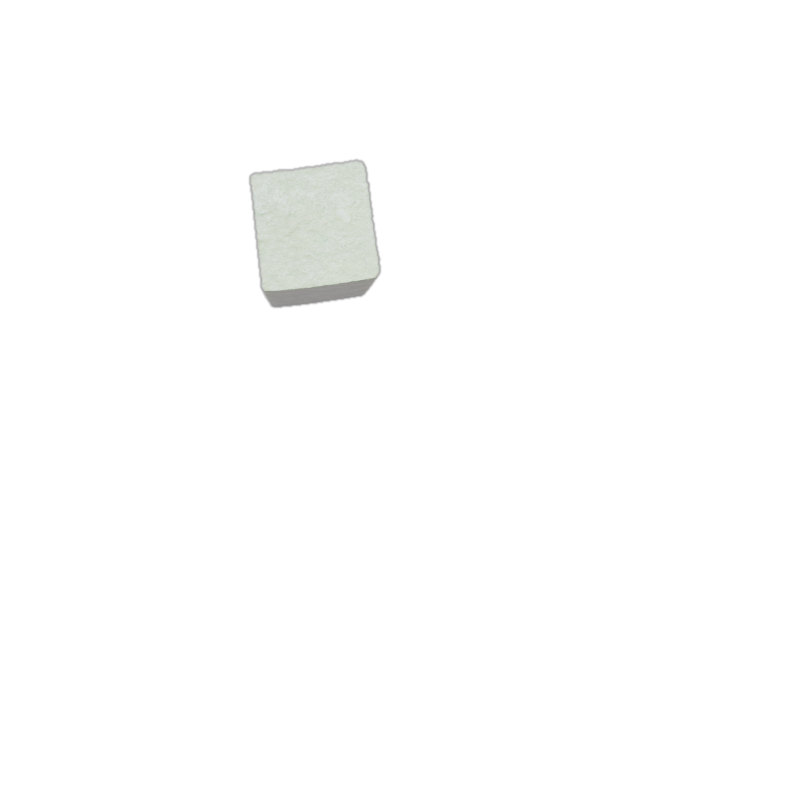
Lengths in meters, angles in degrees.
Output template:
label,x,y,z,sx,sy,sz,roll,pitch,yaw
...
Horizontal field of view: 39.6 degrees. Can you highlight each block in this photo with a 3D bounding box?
label,x,y,z,sx,sy,sz,roll,pitch,yaw
block,-0.071,-0.131,0.921,0.090,0.092,0.205,-7,0,-4
